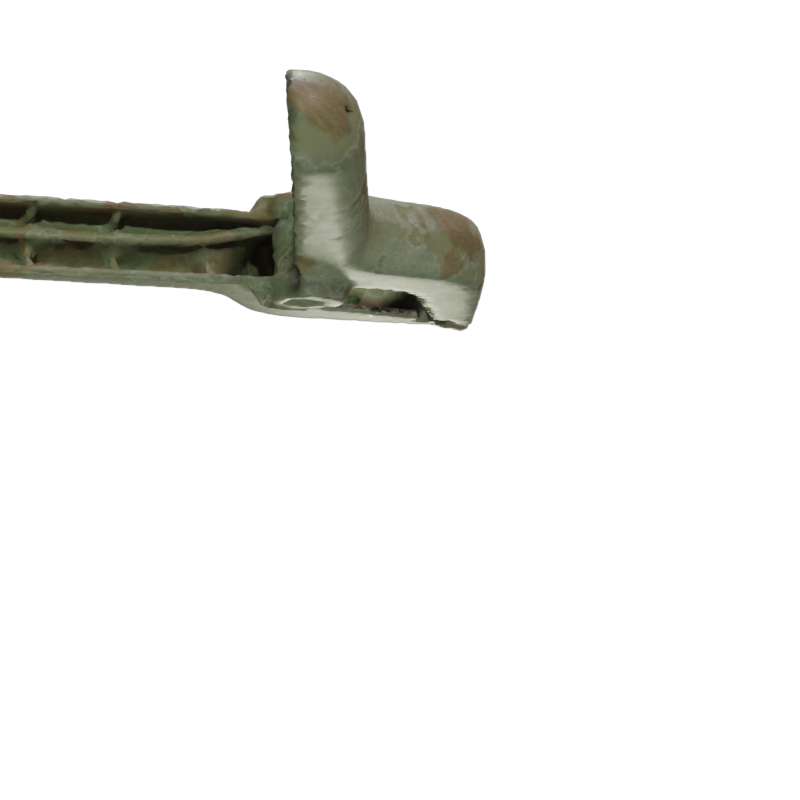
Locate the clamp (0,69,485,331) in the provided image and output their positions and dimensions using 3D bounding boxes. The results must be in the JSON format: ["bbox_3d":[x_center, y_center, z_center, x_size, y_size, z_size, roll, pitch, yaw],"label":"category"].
[{"bbox_3d":[-0.028,-0.051,0.354,0.169,0.037,0.199,-6,-9,42],"label":"clamp"}]
